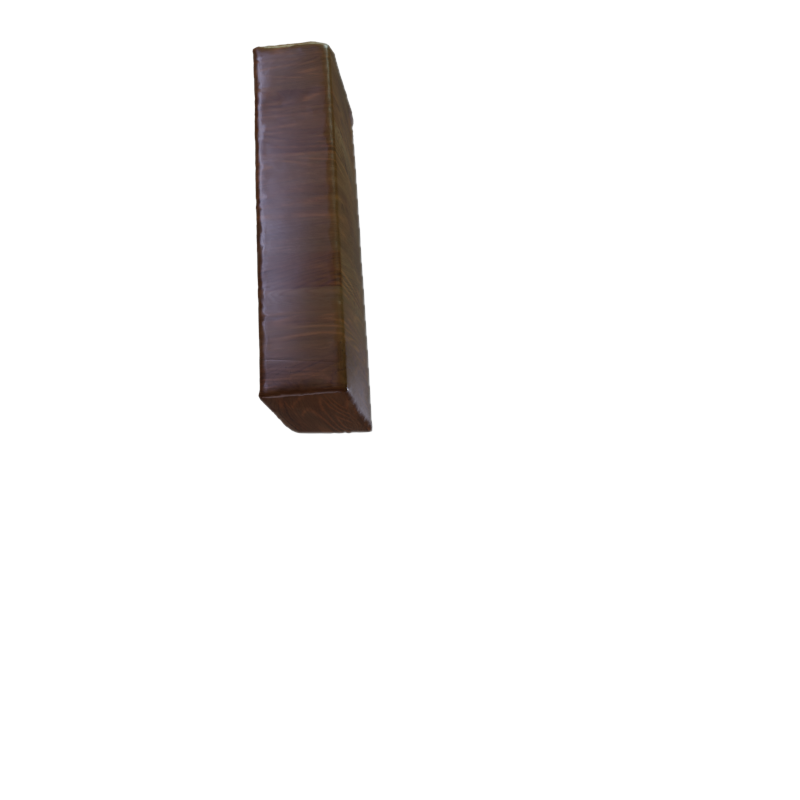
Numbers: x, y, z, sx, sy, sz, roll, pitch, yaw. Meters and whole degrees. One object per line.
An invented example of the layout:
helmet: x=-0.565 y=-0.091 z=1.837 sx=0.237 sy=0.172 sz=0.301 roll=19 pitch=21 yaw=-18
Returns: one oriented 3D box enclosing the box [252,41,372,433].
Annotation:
box: x=-0.043 y=-0.078 z=0.547 sx=0.048 sy=0.184 sz=0.088 roll=-3 pitch=-18 yaw=6
